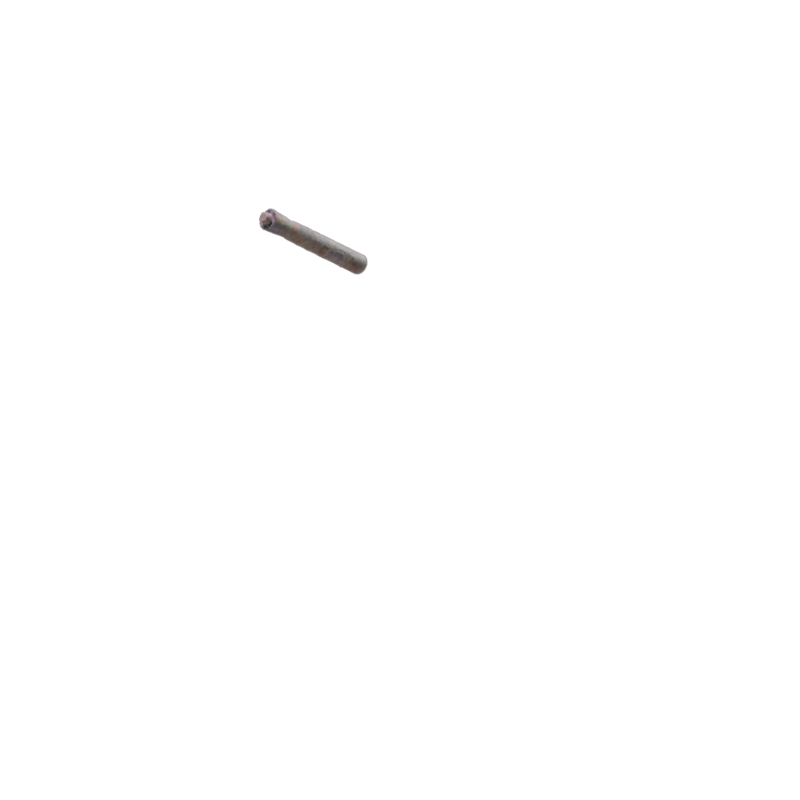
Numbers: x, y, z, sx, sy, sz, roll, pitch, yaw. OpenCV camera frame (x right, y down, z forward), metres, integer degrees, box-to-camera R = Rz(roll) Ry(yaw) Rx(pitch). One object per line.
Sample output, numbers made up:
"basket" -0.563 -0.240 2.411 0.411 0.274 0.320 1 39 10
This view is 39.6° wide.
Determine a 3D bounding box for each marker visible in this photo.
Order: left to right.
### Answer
"marker" -0.073 -0.133 0.929 0.021 0.020 0.113 4 -12 44
